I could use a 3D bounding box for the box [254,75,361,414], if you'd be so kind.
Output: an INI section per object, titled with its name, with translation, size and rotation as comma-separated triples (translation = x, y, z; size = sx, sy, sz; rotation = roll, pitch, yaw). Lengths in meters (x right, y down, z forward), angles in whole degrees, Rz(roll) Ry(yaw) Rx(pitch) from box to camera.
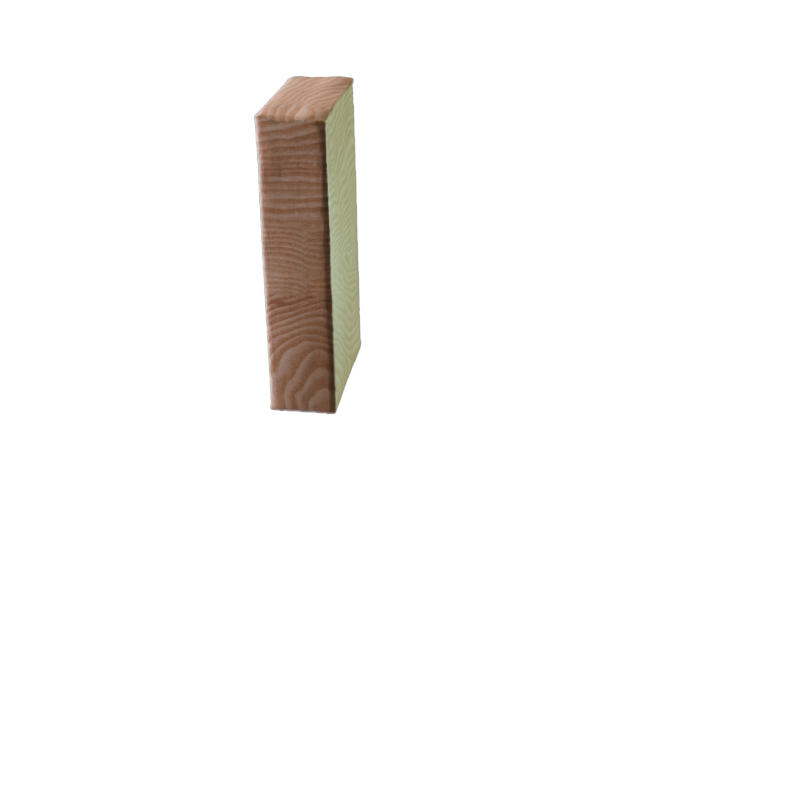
[box]
translation = -0.050, -0.092, 0.644
size = 0.049, 0.167, 0.097
rotation = 5, 25, 6
